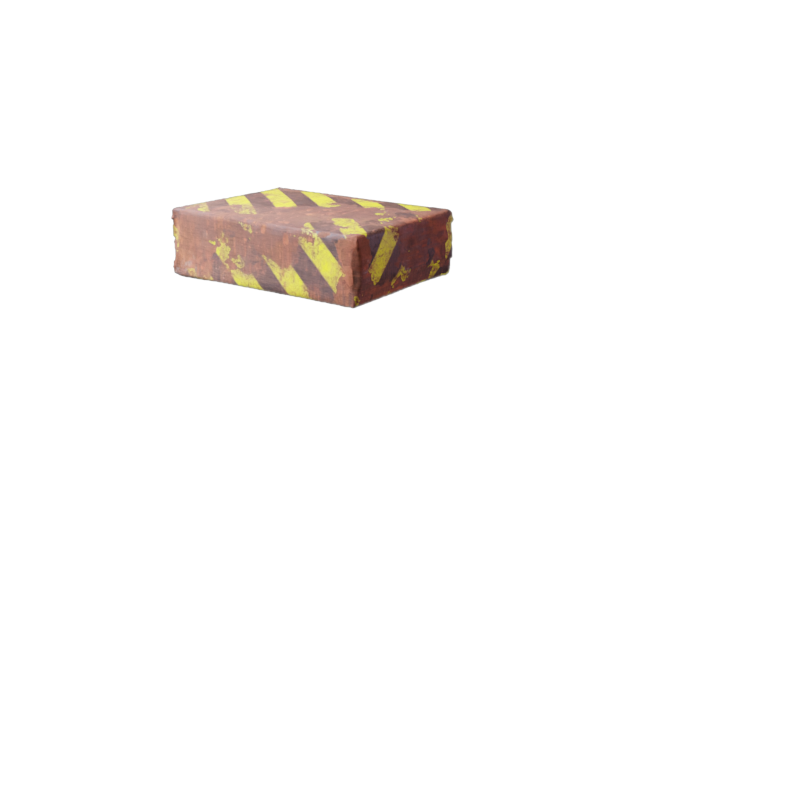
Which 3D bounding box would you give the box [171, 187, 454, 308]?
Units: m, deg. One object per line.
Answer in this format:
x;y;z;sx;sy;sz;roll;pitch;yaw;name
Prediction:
-0.043;-0.079;0.554;0.119;0.038;0.089;11;19;32;box
